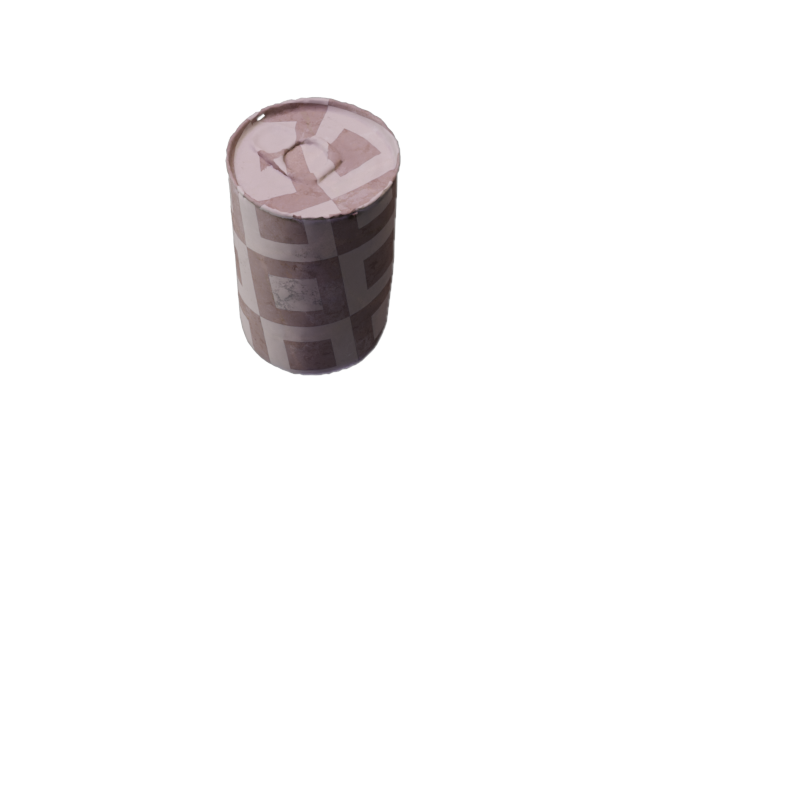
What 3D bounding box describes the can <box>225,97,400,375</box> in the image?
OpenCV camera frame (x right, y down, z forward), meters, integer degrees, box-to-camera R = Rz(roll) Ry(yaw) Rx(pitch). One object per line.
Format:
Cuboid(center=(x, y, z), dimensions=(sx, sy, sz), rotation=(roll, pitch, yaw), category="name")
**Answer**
Cuboid(center=(-0.036, -0.066, 0.465), dimensions=(0.068, 0.073, 0.095), rotation=(0, -38, -3), category="can")
